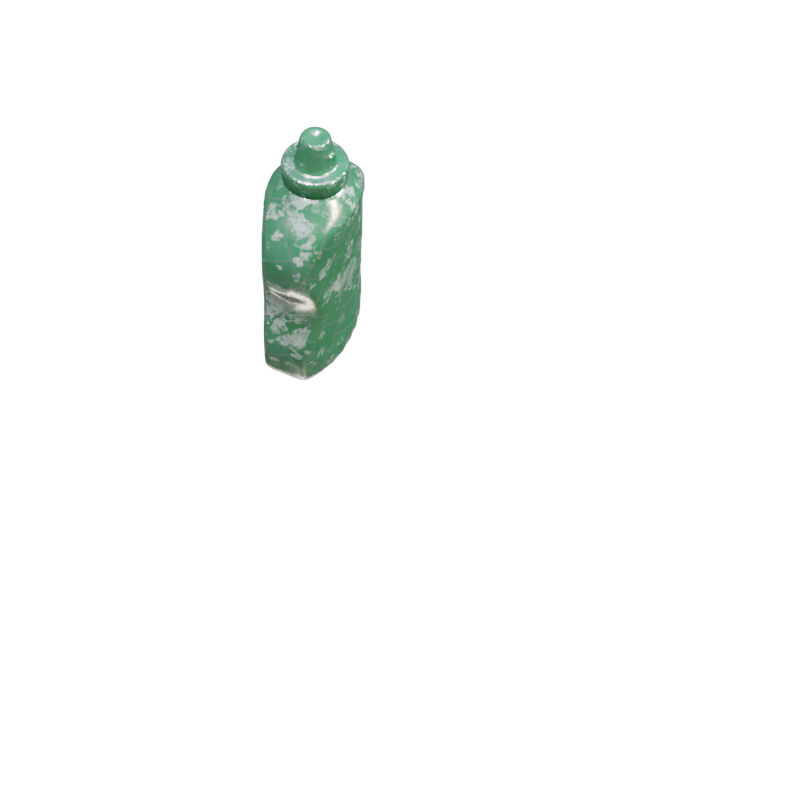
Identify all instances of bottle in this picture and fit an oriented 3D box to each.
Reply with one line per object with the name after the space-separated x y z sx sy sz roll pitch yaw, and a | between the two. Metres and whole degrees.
-0.056 -0.102 0.715 0.060 0.100 0.179 22 -34 11 | bottle
